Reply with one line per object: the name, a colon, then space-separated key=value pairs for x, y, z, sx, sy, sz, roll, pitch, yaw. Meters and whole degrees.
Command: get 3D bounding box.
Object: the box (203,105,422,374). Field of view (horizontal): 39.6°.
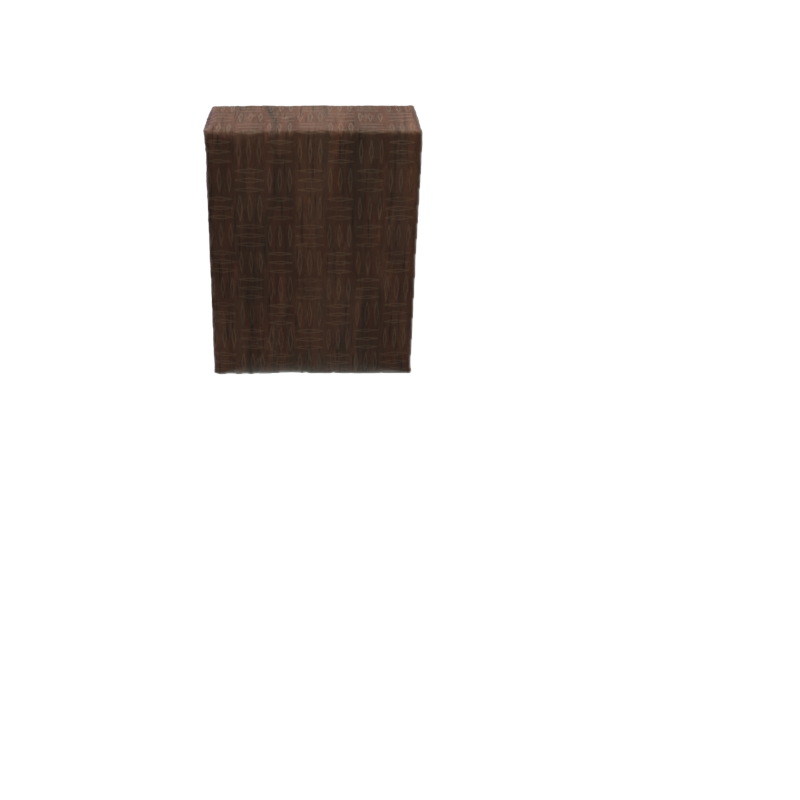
box: x=-0.070 y=-0.127 z=0.889 sx=0.164 sy=0.202 sz=0.076 roll=1 pitch=27 yaw=-2
